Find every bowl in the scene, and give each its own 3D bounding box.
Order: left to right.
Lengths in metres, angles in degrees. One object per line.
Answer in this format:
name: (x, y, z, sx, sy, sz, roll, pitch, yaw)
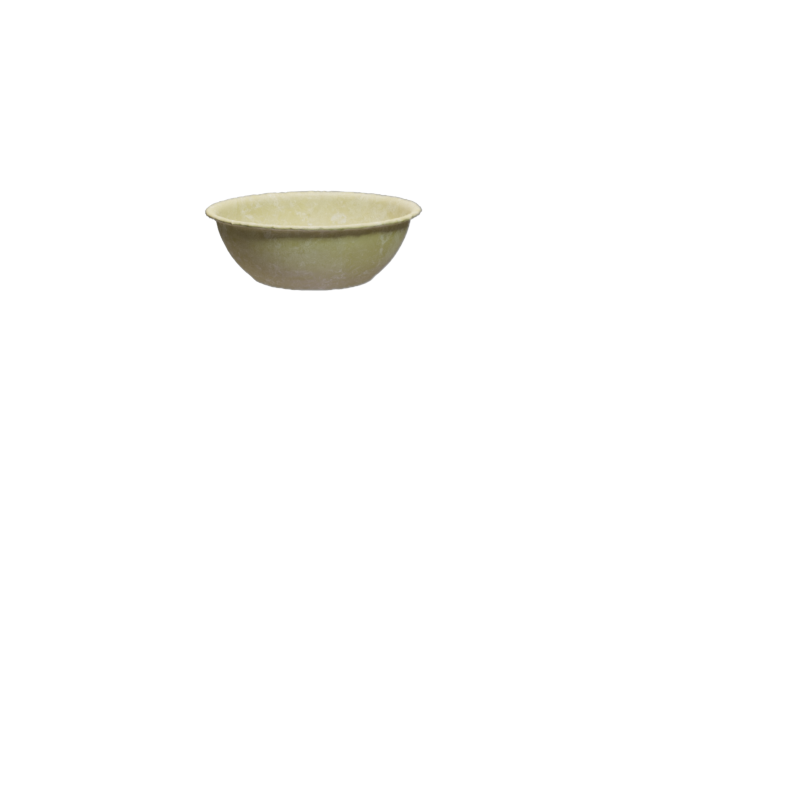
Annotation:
bowl: (-0.065, -0.119, 0.834, 0.162, 0.053, 0.168, -1, 18, -2)
